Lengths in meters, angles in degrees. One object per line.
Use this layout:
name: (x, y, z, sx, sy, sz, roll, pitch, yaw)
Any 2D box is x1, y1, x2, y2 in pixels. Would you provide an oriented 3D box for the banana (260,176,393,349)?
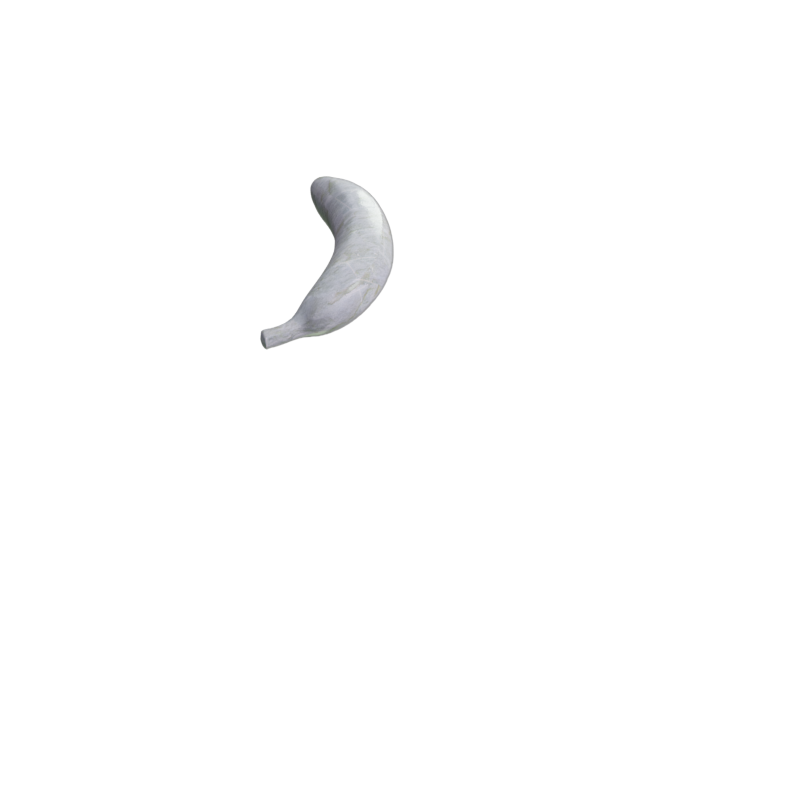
banana: (-0.038, -0.098, 0.707, 0.070, 0.034, 0.209, 4, 35, 4)
